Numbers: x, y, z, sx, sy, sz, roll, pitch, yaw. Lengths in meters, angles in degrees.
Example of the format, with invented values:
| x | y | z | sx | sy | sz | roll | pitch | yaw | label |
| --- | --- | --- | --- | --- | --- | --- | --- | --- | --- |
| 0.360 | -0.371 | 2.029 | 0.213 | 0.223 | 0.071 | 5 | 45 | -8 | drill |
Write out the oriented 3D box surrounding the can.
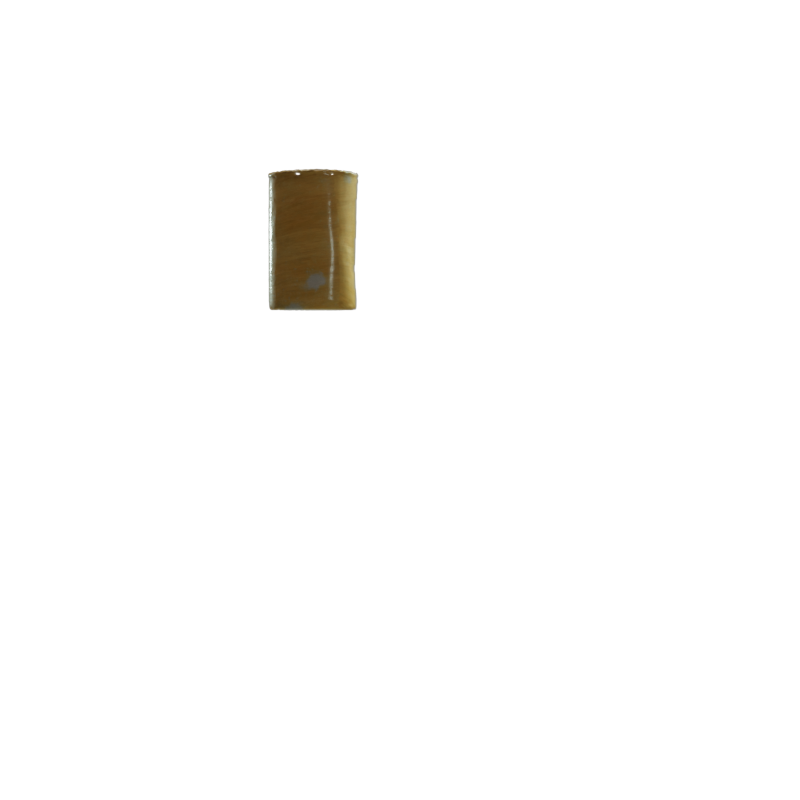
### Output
| x | y | z | sx | sy | sz | roll | pitch | yaw | label |
| --- | --- | --- | --- | --- | --- | --- | --- | --- | --- |
| -0.065 | -0.119 | 0.830 | 0.068 | 0.103 | 0.068 | 0 | 0 | -2 | can |
